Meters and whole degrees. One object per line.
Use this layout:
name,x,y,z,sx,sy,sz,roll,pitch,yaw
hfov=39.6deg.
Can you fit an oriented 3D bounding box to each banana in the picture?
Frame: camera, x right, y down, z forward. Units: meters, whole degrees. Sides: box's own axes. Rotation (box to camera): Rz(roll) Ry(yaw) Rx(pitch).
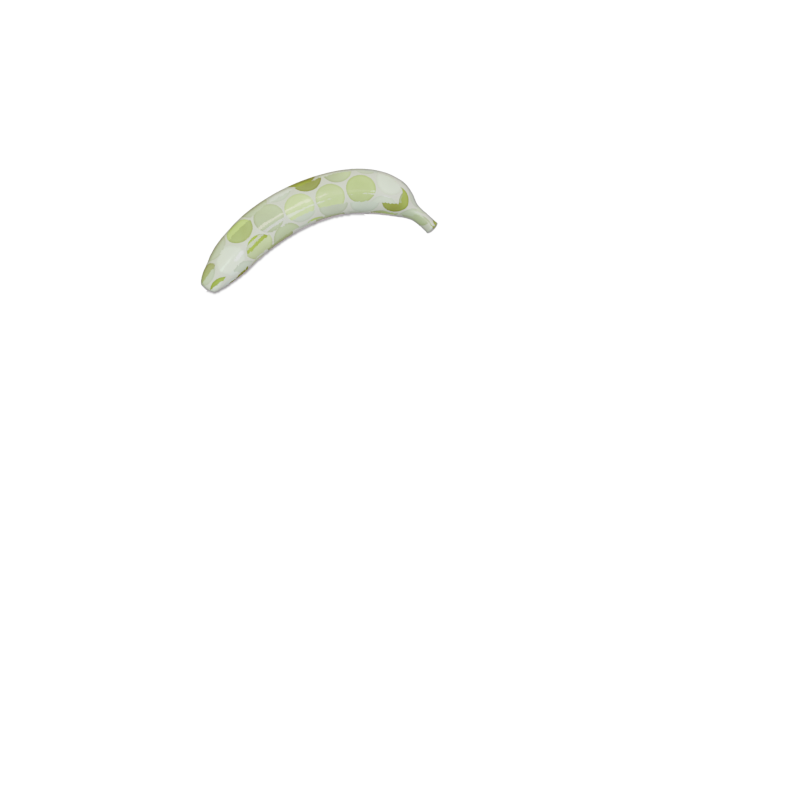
banana,-0.072,-0.145,0.893,0.197,0.073,0.035,-17,-19,-6
